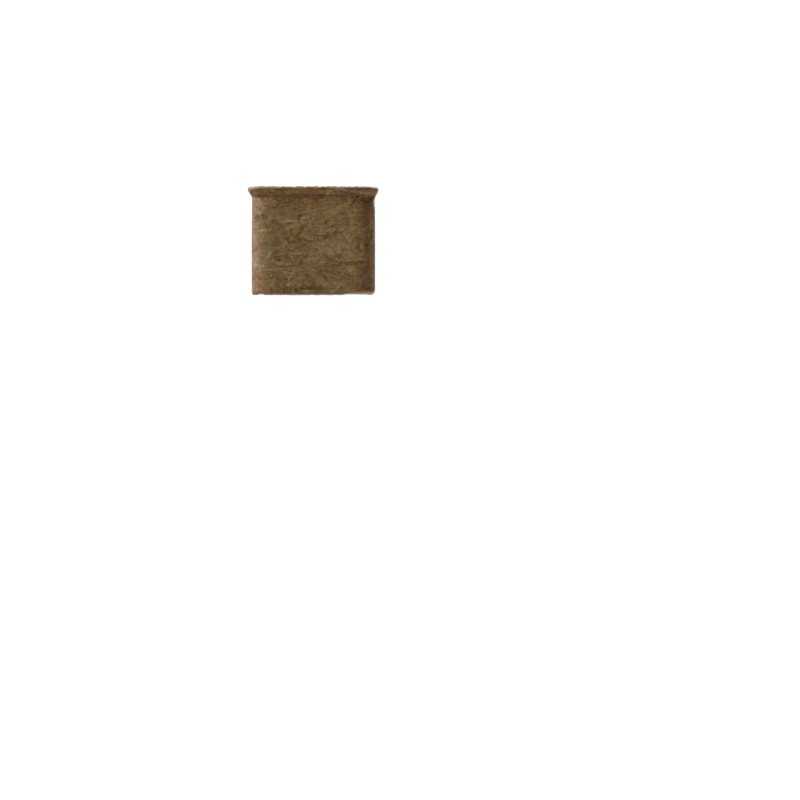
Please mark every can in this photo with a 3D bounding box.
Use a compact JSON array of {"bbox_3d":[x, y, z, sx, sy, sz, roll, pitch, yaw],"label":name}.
[{"bbox_3d":[-0.068,-0.124,0.871,0.102,0.084,0.057,0,0,0],"label":"can"}]
